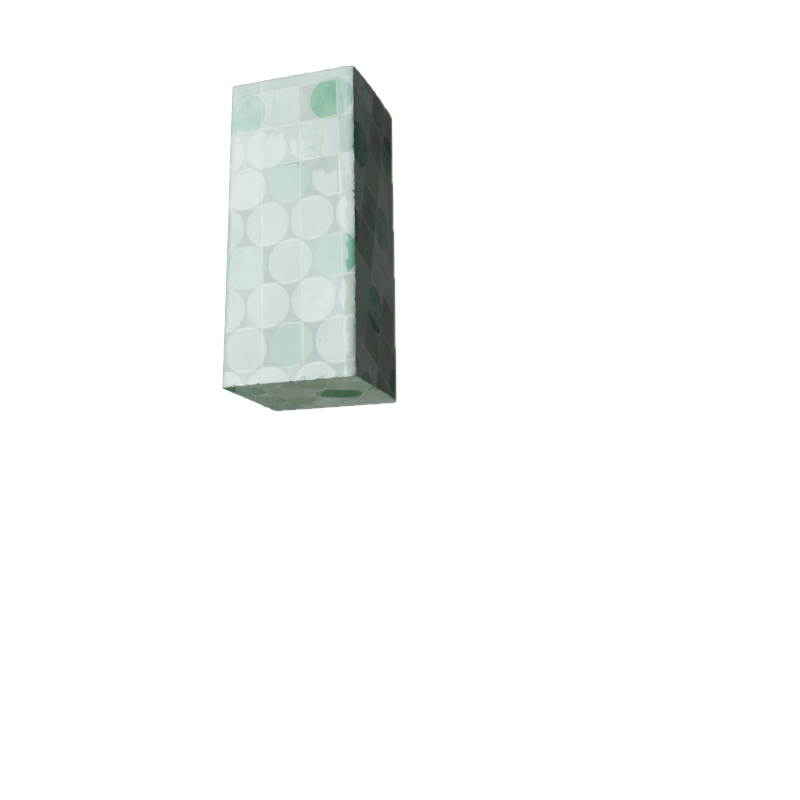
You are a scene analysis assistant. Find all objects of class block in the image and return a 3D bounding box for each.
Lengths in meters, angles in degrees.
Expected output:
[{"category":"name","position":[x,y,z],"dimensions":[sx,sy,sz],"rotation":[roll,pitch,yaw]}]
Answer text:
[{"category":"block","position":[-0.057,-0.105,0.737],"dimensions":[0.092,0.215,0.085],"rotation":[-7,-18,18]}]
